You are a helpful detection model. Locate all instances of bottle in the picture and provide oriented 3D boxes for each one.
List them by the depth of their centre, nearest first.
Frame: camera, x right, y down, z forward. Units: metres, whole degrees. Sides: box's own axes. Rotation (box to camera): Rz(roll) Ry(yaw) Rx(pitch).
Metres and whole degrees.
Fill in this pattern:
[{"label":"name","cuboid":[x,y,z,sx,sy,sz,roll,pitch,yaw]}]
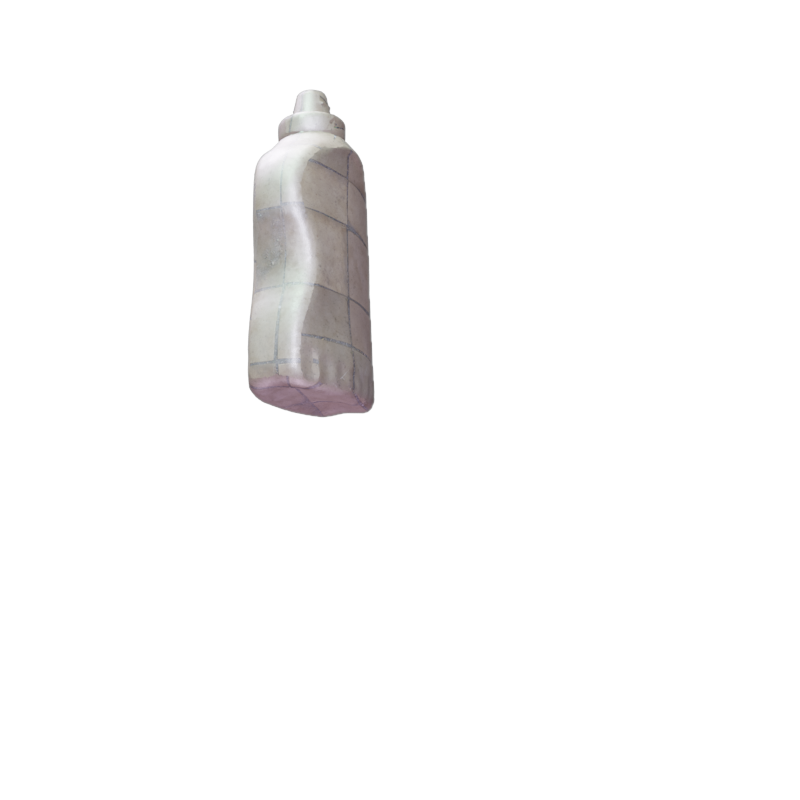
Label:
[{"label":"bottle","cuboid":[-0.051,-0.092,0.647,0.059,0.200,0.090,-11,-20,25]}]
